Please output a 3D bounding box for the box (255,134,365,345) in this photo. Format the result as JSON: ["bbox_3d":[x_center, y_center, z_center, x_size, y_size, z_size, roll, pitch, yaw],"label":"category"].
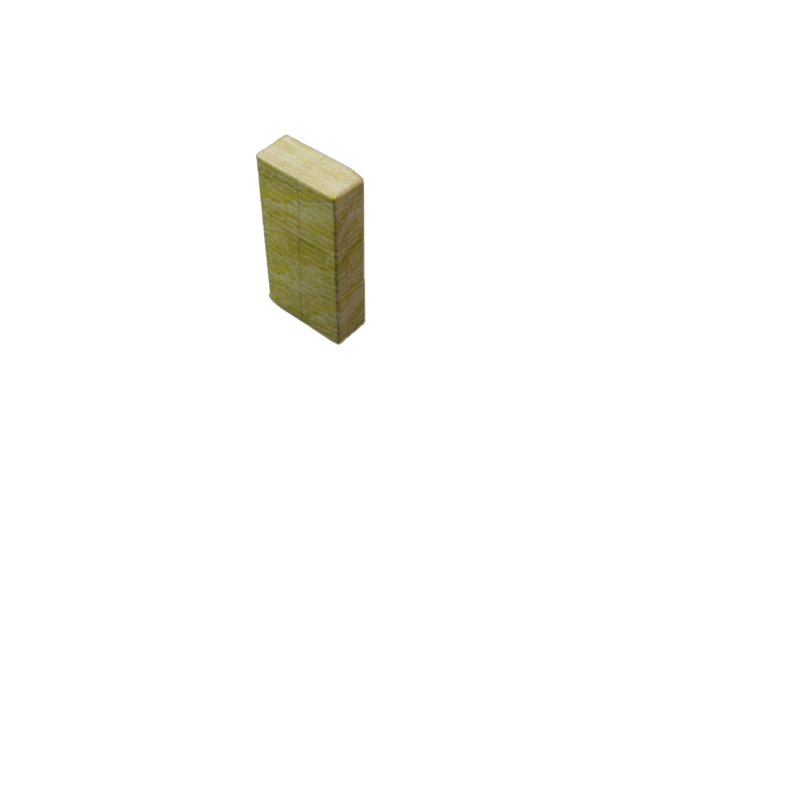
[{"bbox_3d":[-0.076,-0.140,0.980,0.099,0.164,0.048,34,52,27],"label":"box"}]
